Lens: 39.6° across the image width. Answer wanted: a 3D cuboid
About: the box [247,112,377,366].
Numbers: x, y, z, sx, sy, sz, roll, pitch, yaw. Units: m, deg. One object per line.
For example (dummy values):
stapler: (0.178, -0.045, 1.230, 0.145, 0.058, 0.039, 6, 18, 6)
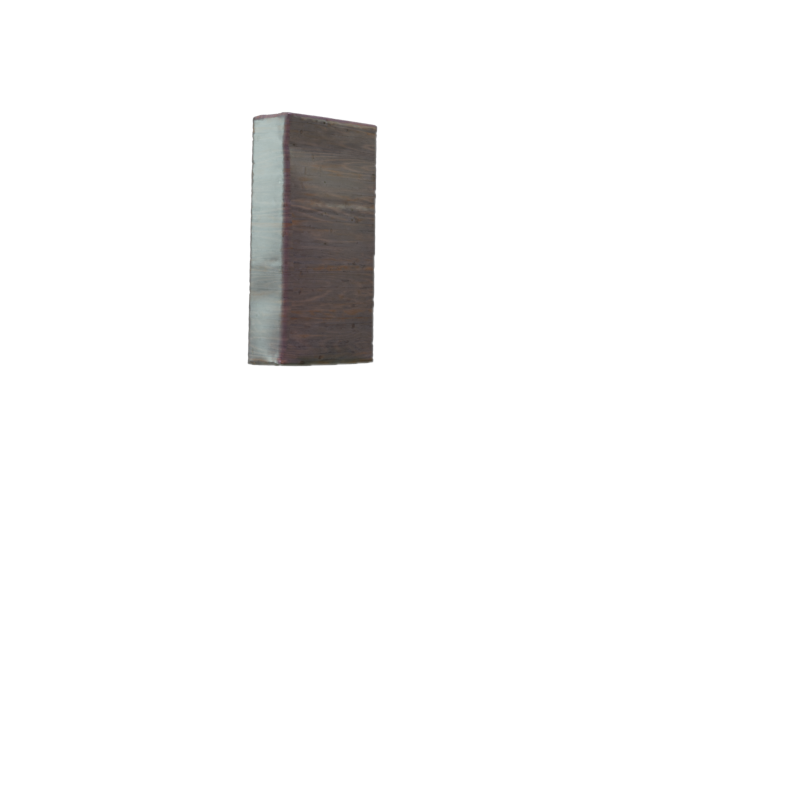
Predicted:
box: (-0.063, -0.114, 0.798, 0.050, 0.178, 0.089, -3, -3, 44)
